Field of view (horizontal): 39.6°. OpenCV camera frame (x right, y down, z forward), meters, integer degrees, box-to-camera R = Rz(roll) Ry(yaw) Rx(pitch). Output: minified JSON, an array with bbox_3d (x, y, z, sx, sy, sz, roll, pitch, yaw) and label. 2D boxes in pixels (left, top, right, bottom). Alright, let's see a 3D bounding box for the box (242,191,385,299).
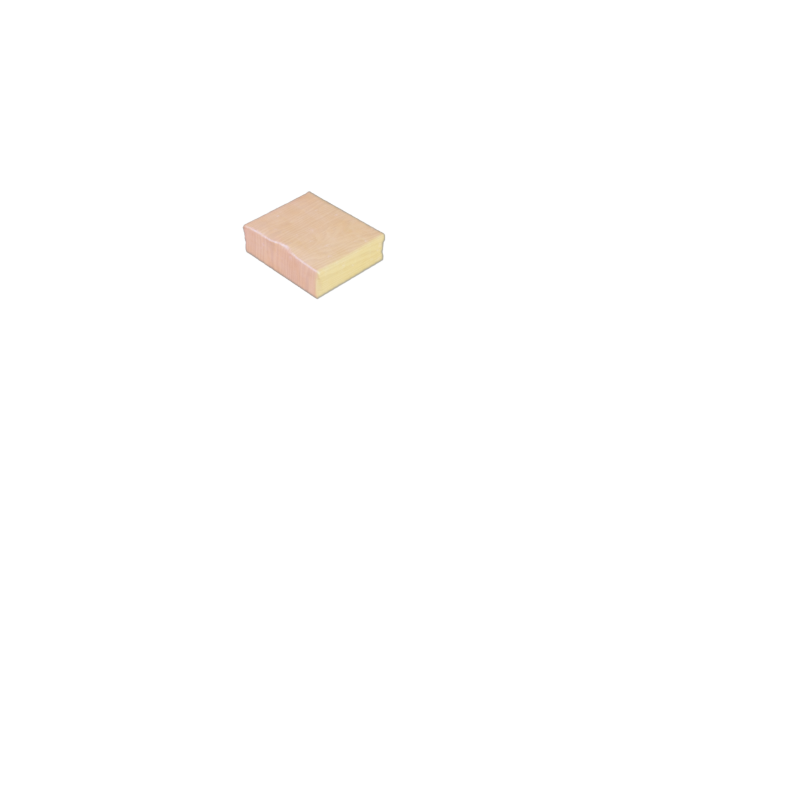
[{"bbox_3d":[-0.069,-0.125,0.877,0.073,0.028,0.095,-32,50,-32],"label":"box"}]
